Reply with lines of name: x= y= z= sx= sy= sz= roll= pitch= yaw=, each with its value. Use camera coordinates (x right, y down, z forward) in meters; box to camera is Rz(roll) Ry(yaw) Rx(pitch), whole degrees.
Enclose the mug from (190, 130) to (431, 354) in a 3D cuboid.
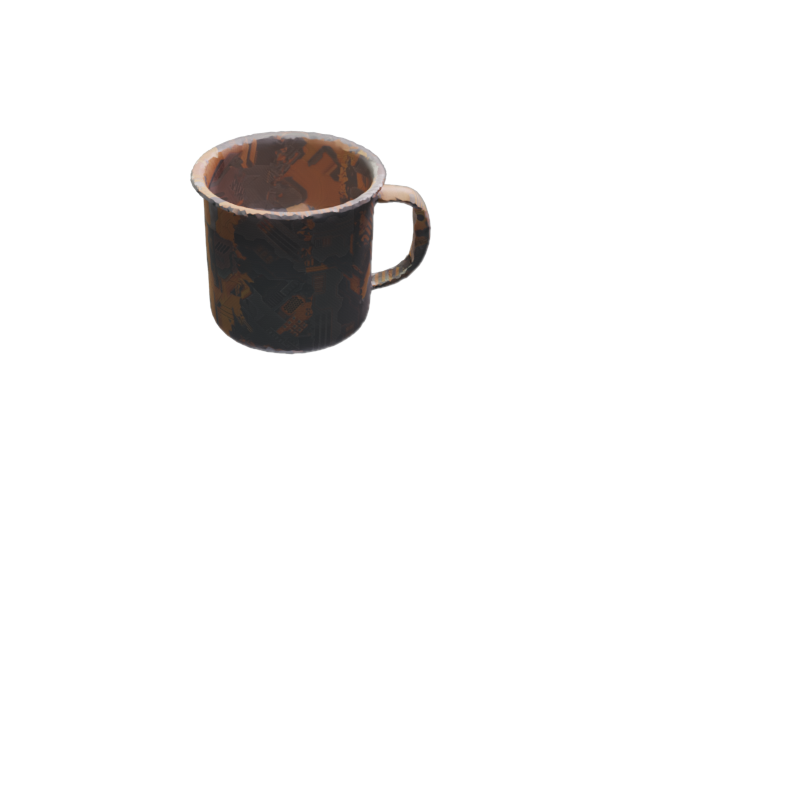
mug: x=-0.043 y=-0.078 z=0.548 sx=0.116 sy=0.076 sz=0.100 roll=-6 pitch=35 yaw=-10
